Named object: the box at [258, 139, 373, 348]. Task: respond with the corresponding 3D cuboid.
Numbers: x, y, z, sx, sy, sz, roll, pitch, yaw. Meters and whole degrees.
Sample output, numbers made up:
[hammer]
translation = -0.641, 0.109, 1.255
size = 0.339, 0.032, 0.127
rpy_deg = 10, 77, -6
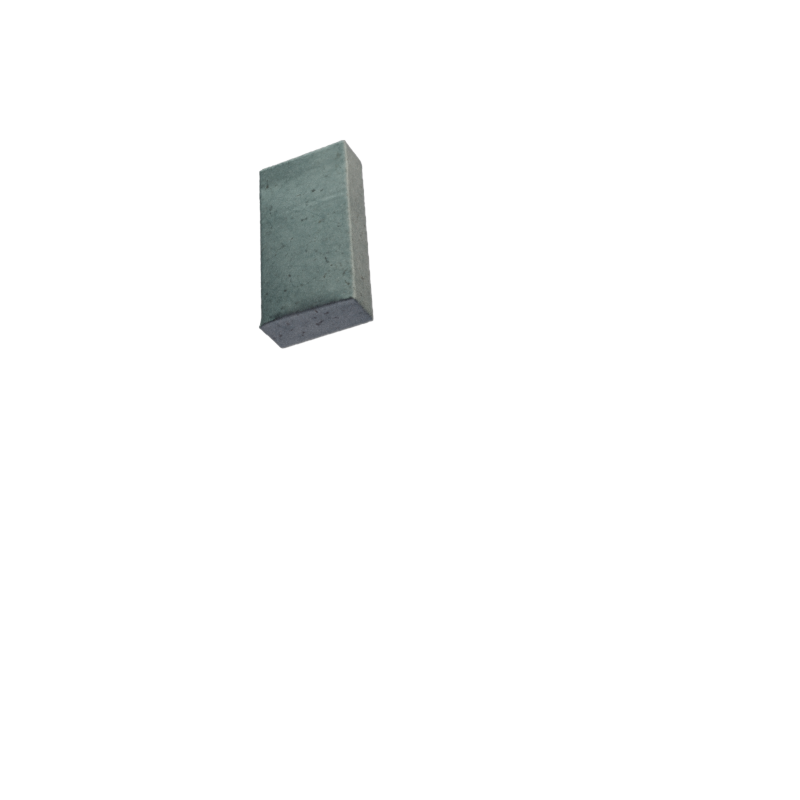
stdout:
[box]
translation = -0.077, -0.140, 0.983
size = 0.094, 0.189, 0.044
rpy_deg = -17, -38, 20
